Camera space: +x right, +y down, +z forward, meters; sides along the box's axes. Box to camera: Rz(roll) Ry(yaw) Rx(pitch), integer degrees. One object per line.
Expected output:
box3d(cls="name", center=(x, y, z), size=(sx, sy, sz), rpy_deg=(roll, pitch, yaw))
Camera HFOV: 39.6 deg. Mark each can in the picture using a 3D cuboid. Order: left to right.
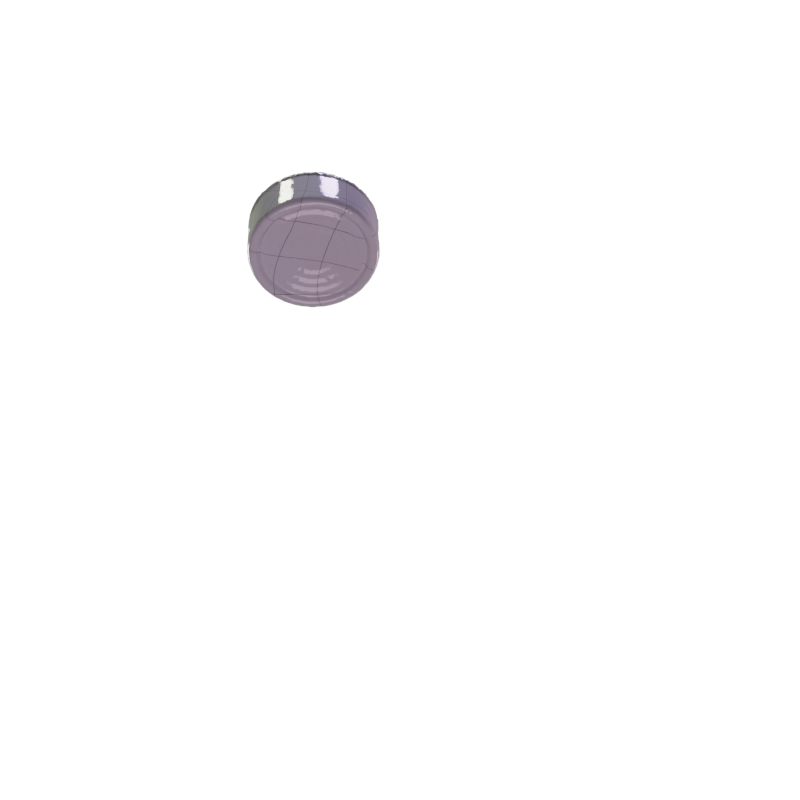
box3d(cls="can", center=(-0.056, -0.102, 0.716), size=(0.086, 0.080, 0.036), rpy_deg=(1, 37, -1))
